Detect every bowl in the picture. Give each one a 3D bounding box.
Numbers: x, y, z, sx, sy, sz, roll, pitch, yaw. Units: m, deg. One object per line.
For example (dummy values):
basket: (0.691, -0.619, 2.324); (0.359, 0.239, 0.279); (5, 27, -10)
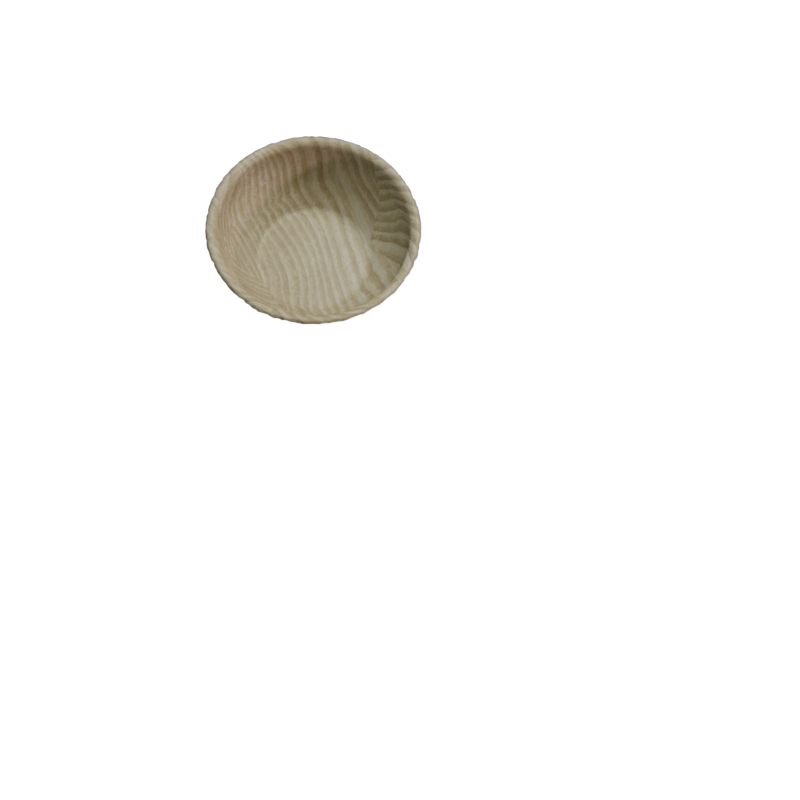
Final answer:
bowl: (-0.067, -0.122, 0.852); (0.162, 0.172, 0.052); (-1, -26, -1)
